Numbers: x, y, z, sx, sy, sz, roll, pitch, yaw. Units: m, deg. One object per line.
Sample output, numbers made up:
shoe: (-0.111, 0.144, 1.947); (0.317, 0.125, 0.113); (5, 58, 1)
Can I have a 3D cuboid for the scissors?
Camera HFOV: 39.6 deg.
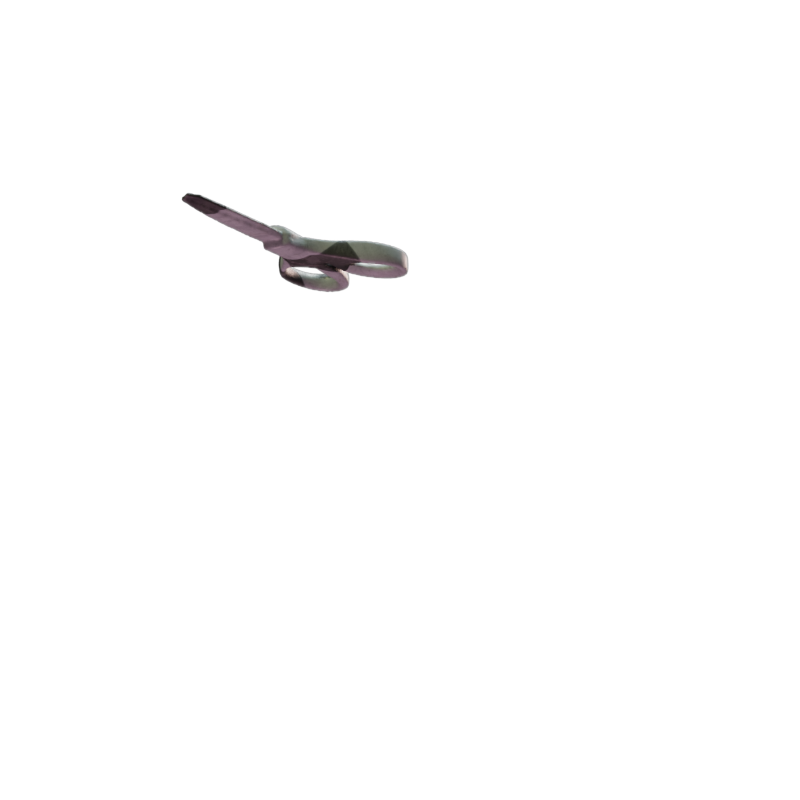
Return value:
scissors: (-0.054, -0.098, 0.684); (0.098, 0.016, 0.193); (-2, -9, 12)
